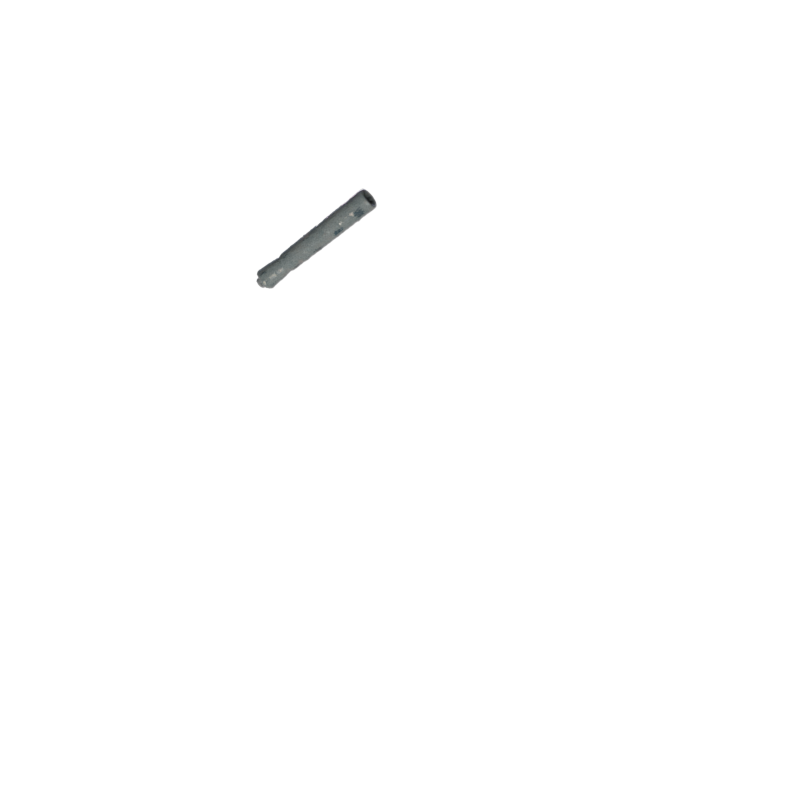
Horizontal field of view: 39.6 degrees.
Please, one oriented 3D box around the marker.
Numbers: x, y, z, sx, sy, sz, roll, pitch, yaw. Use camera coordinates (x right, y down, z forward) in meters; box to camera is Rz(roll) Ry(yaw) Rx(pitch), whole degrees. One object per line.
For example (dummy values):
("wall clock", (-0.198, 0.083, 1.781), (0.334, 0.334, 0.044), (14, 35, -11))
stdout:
("marker", (-0.070, -0.127, 0.889), (0.120, 0.020, 0.019), (-35, -12, 23))
